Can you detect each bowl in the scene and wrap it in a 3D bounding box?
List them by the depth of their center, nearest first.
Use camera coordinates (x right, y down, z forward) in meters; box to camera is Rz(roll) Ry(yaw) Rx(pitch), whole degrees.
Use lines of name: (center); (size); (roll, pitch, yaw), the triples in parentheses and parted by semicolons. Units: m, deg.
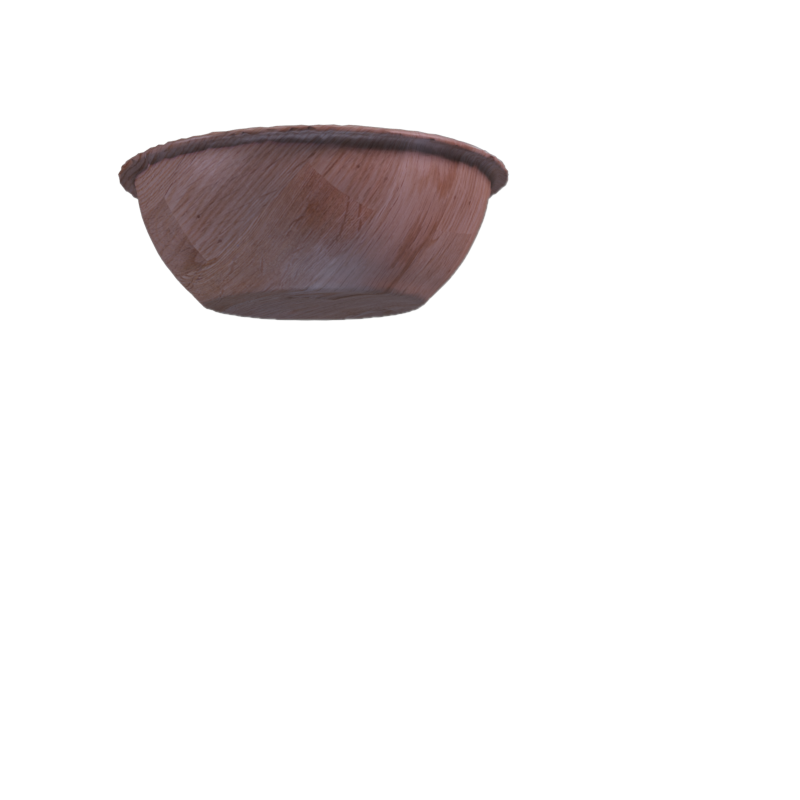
bowl: (-0.036, -0.066, 0.460); (0.162, 0.056, 0.159); (0, -4, -2)
